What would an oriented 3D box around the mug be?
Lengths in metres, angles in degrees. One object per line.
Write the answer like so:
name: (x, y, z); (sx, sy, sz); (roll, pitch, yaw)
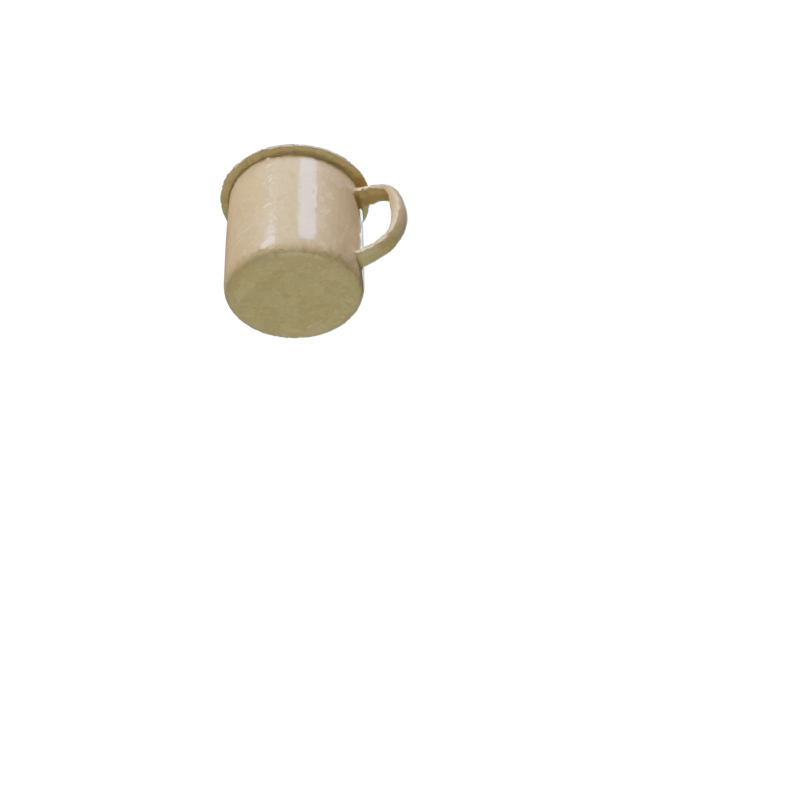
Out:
mug: (-0.051, -0.094, 0.657); (0.118, 0.087, 0.086); (-13, -41, 14)
